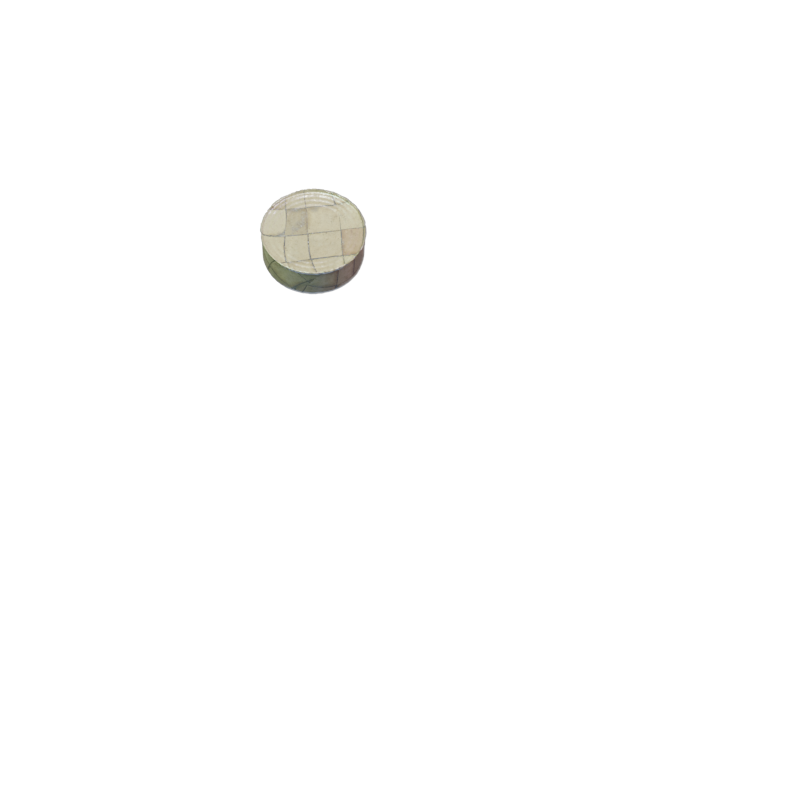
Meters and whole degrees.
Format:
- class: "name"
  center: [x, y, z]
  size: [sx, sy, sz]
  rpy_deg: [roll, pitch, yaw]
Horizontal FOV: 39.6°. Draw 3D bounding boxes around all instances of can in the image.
- class: "can"
  center: [-0.071, -0.129, 0.906]
  size: [0.086, 0.092, 0.031]
  rpy_deg: [-1, -34, -1]
